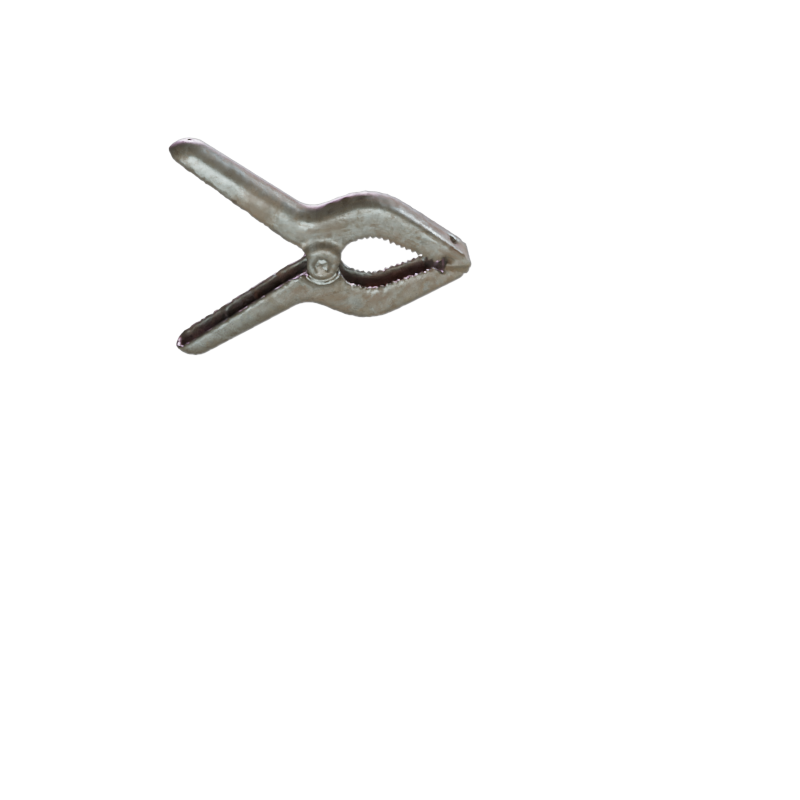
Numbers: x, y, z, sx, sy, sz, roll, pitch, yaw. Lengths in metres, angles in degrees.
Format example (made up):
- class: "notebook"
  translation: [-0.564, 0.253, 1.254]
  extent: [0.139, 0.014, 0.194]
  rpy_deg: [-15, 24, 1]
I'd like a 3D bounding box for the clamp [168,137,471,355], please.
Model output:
- class: "clamp"
  translation: [-0.059, -0.107, 0.751]
  extent: [0.210, 0.154, 0.039]
  rpy_deg: [-4, 33, 2]
